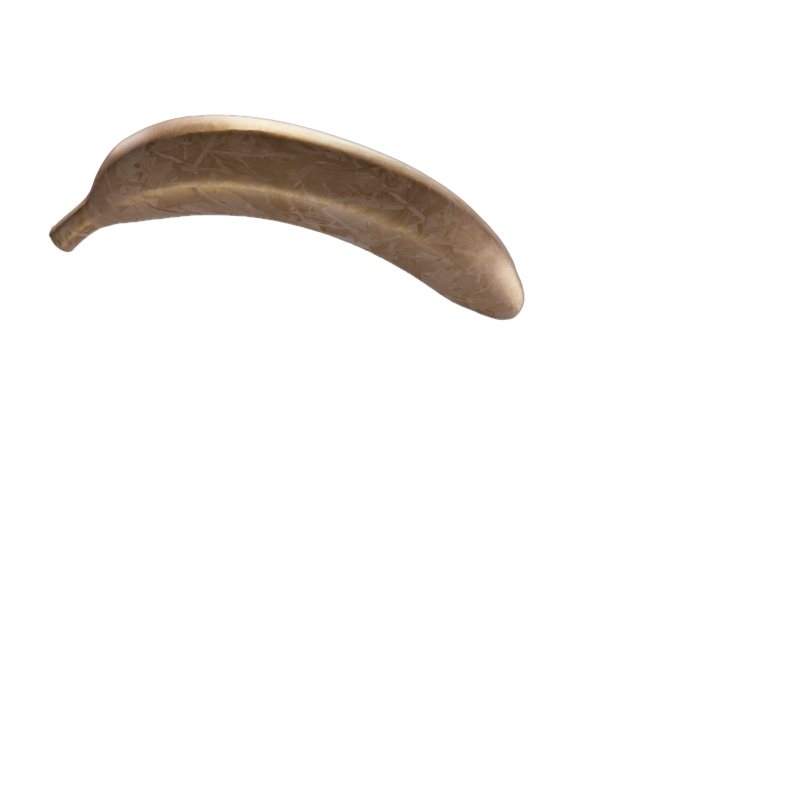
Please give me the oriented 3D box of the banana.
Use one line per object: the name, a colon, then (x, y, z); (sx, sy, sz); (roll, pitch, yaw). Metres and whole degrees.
banana: (-0.032, -0.074, 0.435); (0.193, 0.039, 0.066); (10, -37, -13)
